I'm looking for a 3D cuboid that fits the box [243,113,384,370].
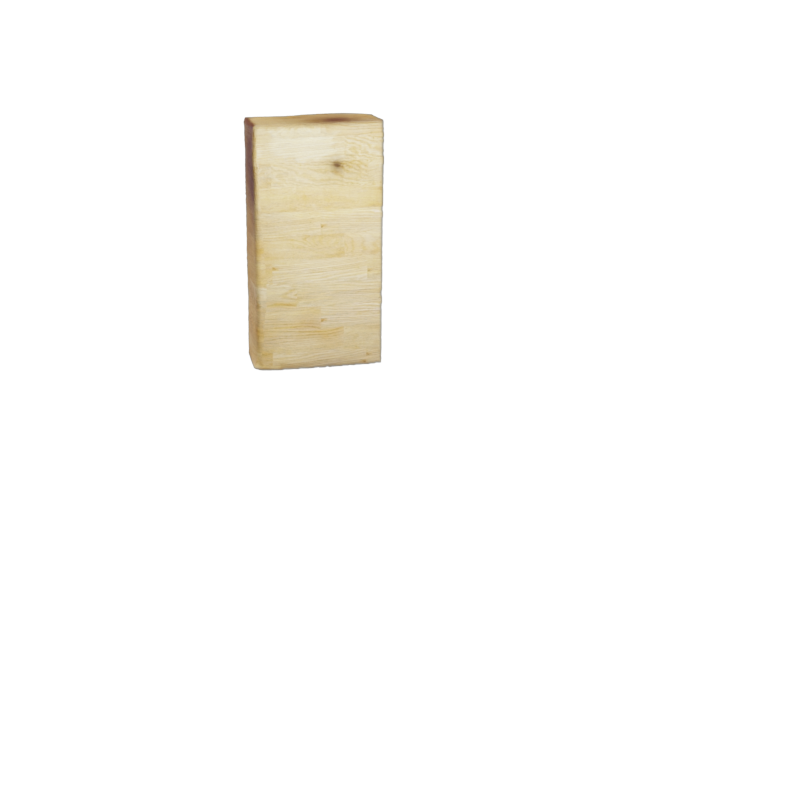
[{"bbox_3d":[-0.061,-0.111,0.777,0.092,0.171,0.050,-3,14,-14],"label":"box"}]
